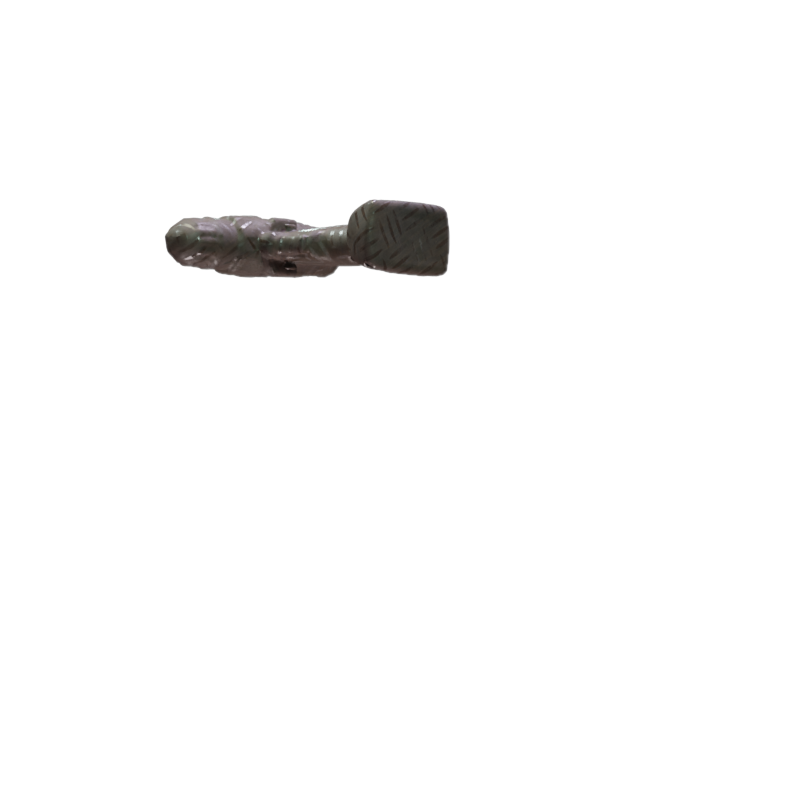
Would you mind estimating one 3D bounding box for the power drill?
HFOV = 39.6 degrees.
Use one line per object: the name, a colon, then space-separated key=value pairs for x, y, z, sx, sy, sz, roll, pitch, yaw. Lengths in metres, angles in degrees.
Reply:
power drill: x=-0.070 y=-0.128 z=0.894 sx=0.195 sy=0.057 sz=0.178 roll=5 pitch=7 yaw=42
